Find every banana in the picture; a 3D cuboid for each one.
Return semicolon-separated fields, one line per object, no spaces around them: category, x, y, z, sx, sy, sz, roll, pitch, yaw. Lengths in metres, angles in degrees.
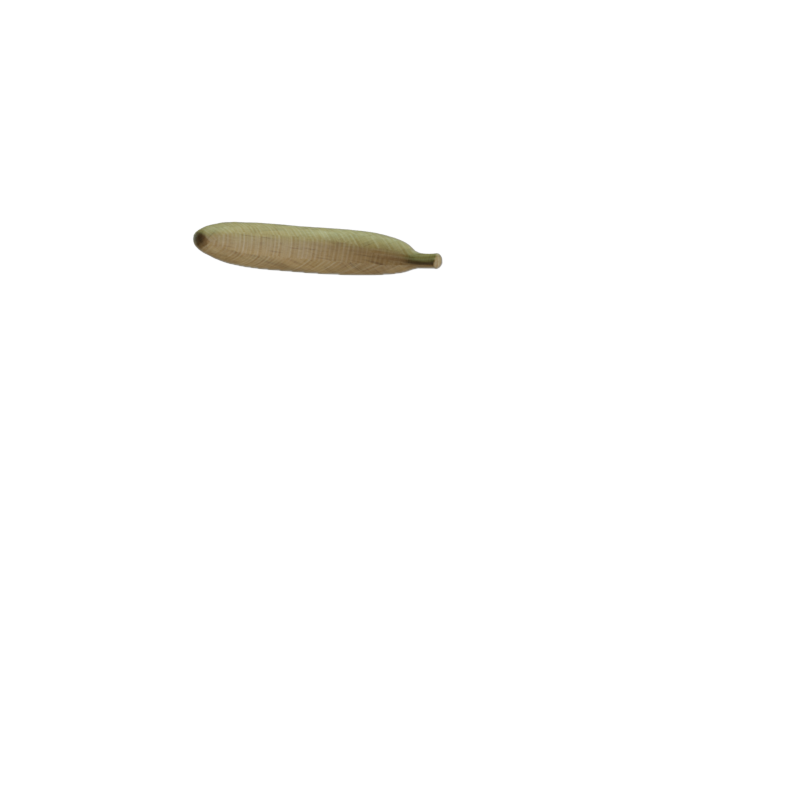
banana;-0.070;-0.121;0.876;0.193;0.038;0.070;1;-6;-17
